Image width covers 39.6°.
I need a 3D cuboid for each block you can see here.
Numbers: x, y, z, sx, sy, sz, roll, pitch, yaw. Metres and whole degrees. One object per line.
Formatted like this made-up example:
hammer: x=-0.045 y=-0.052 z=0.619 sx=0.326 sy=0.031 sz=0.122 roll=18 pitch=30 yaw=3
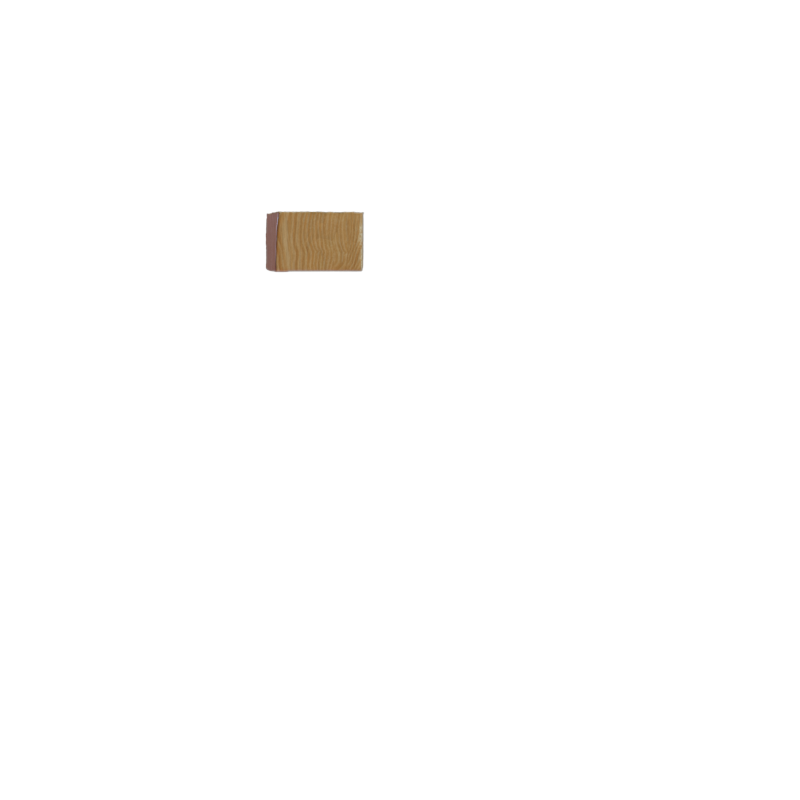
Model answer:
block: x=-0.075 y=-0.137 z=0.962 sx=0.076 sy=0.051 sz=0.054 roll=-1 pitch=5 yaw=-15
